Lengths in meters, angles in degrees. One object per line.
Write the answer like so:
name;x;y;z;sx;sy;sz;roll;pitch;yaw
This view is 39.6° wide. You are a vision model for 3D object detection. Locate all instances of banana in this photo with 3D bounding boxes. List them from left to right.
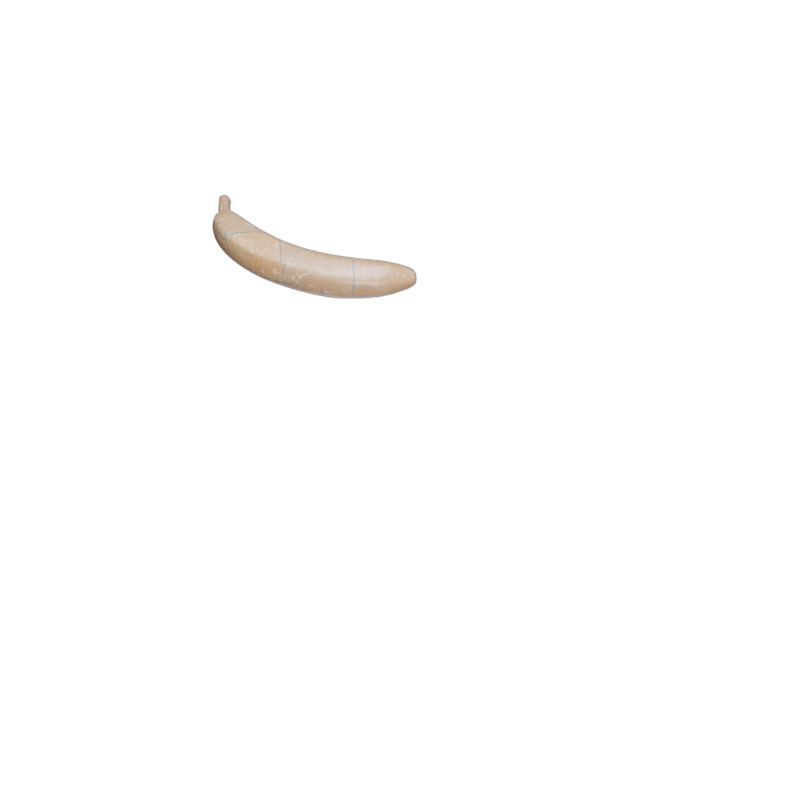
banana;-0.086;-0.124;0.947;0.205;0.072;0.034;25;-32;16
